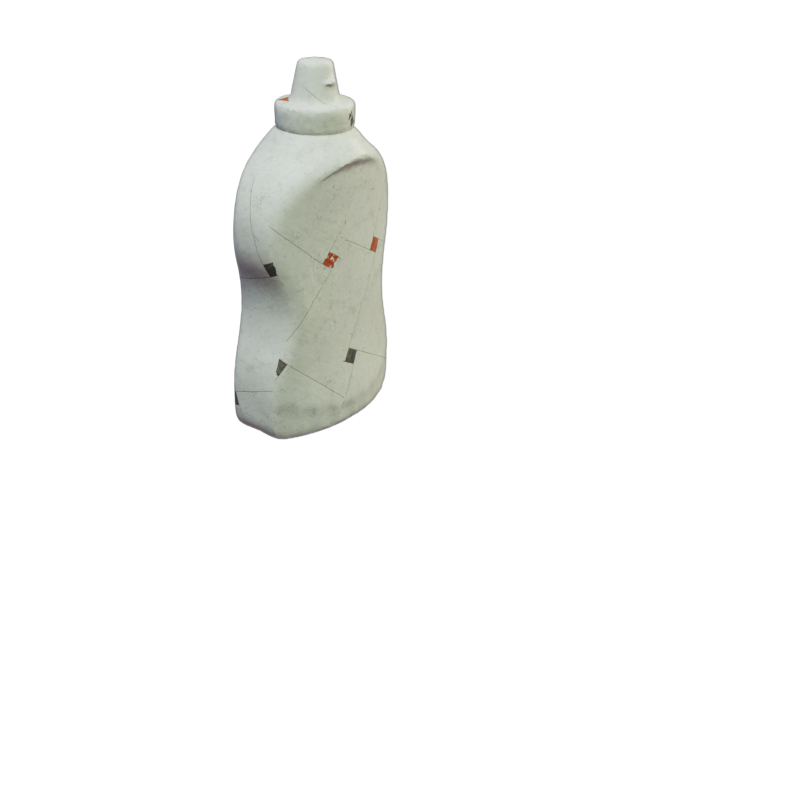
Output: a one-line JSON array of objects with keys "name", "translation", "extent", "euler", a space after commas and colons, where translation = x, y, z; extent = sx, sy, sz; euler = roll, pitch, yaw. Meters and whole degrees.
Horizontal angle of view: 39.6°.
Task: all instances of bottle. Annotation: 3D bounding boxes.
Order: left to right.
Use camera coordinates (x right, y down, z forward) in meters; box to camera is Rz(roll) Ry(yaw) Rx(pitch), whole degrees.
[{"name": "bottle", "translation": [-0.045, -0.083, 0.579], "extent": [0.062, 0.183, 0.095], "euler": [19, 28, 37]}]
